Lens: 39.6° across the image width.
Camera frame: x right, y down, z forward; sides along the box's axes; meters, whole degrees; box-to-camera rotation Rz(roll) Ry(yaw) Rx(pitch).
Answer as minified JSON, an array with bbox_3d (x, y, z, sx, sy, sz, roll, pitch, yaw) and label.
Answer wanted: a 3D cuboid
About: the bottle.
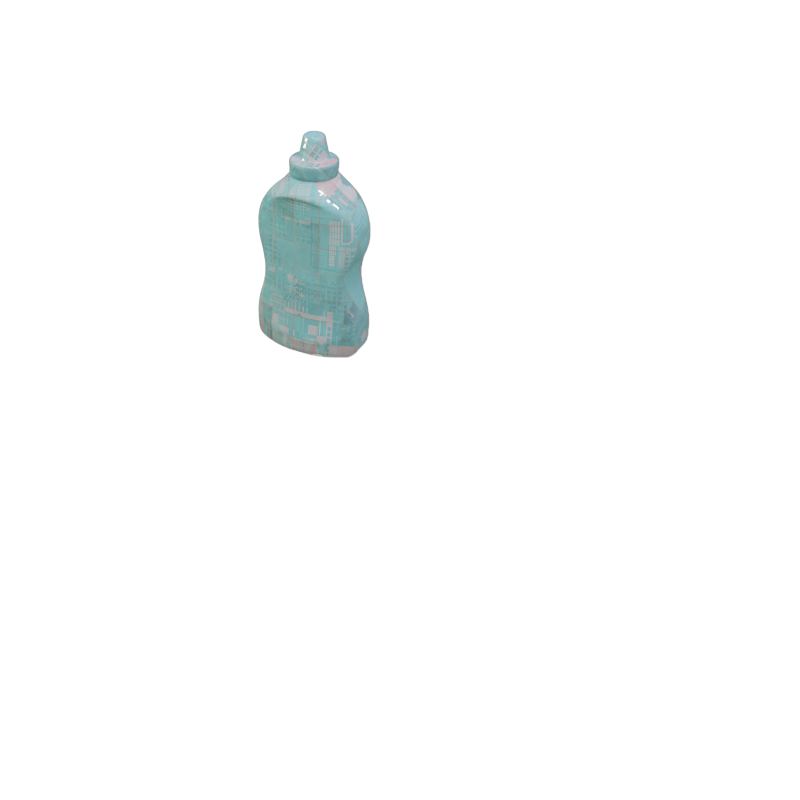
[{"bbox_3d":[-0.073,-0.133,0.929,0.100,0.181,0.059,17,32,24],"label":"bottle"}]
